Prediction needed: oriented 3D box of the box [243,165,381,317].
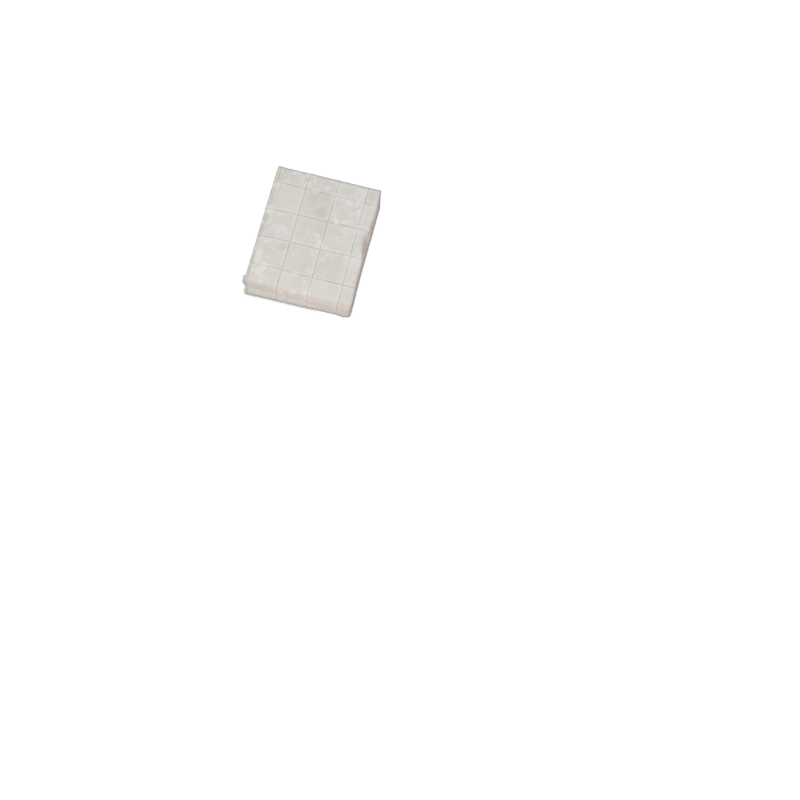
[{"bbox_3d":[-0.058,-0.106,0.743,0.074,0.093,0.029,13,-22,5],"label":"box"}]
